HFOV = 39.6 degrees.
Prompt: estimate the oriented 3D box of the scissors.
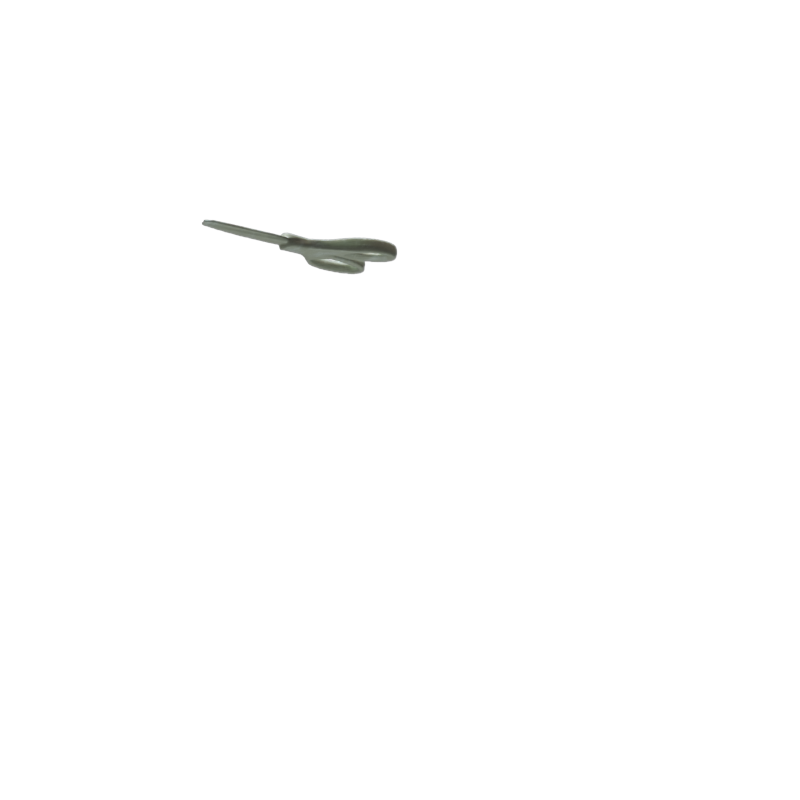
[{"bbox_3d":[-0.077,-0.141,0.985,0.099,0.016,0.191,-4,-9,30],"label":"scissors"}]
